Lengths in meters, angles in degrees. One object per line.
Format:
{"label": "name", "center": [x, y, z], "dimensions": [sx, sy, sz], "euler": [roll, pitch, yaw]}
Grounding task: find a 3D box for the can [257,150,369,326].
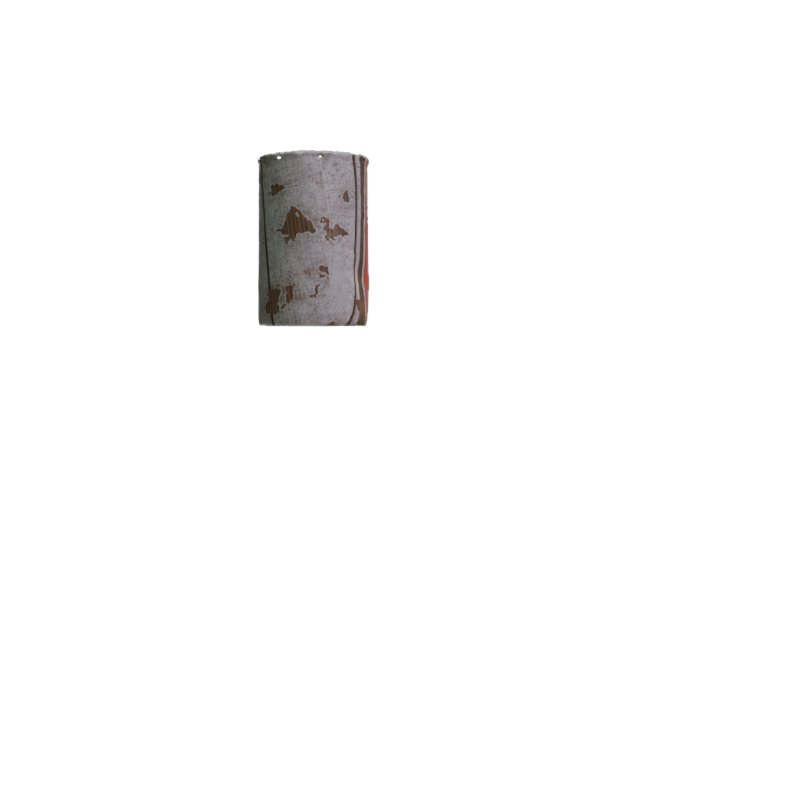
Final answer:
{"label": "can", "center": [-0.053, -0.096, 0.673], "dimensions": [0.068, 0.103, 0.068], "euler": [0, -1, -2]}
